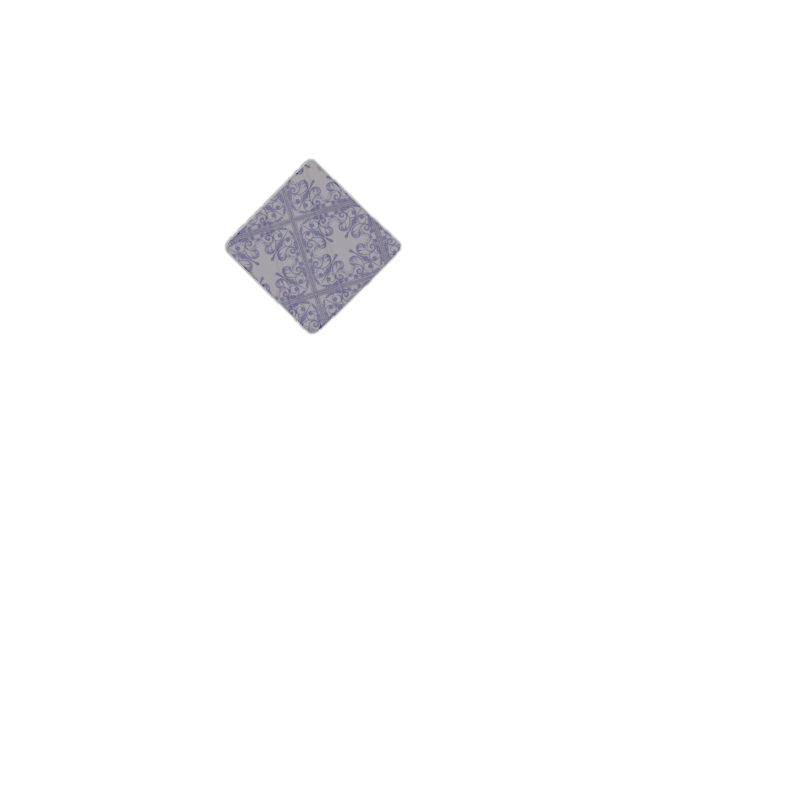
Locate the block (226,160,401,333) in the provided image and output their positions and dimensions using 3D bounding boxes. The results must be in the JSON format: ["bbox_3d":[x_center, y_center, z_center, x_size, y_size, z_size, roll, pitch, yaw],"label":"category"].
[{"bbox_3d":[-0.068,-0.123,0.867,0.089,0.090,0.210,45,4,-9],"label":"block"}]
